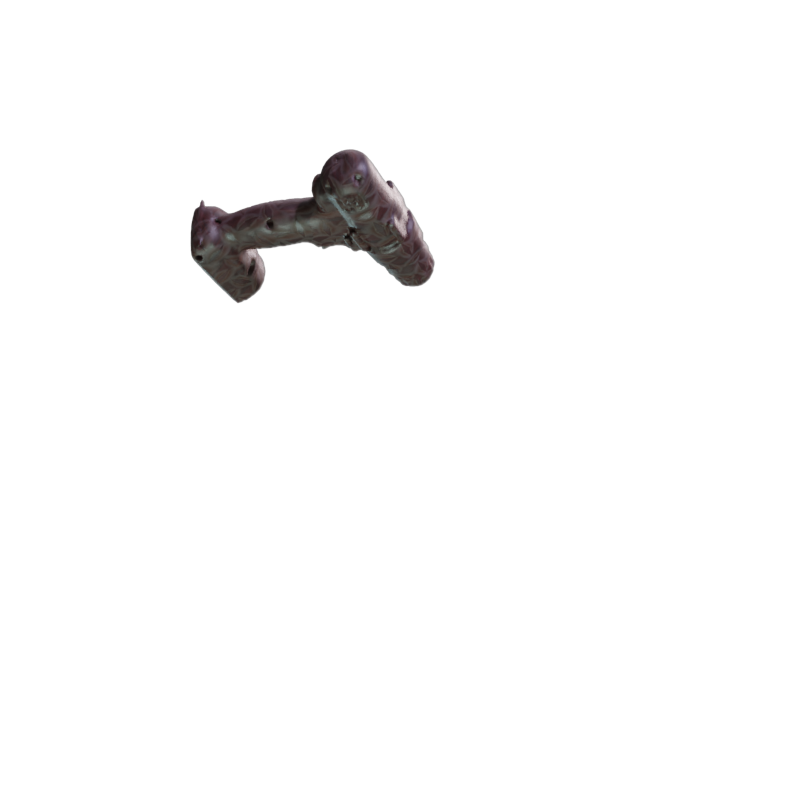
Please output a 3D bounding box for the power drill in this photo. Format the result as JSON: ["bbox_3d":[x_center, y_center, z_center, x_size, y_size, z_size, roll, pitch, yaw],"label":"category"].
[{"bbox_3d":[-0.077,-0.141,0.989,0.190,0.061,0.170,-13,-33,20],"label":"power drill"}]
